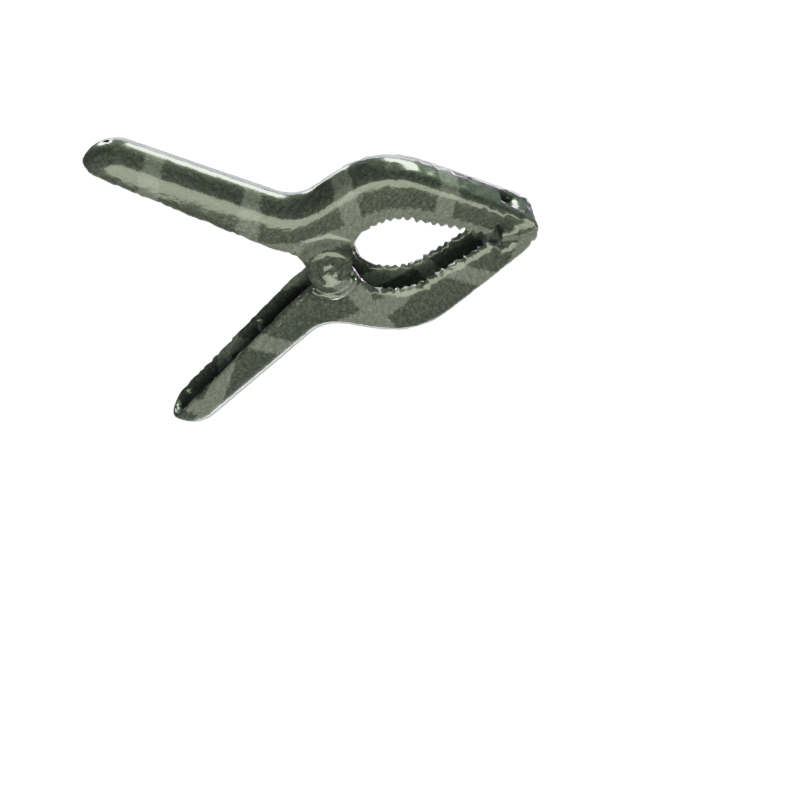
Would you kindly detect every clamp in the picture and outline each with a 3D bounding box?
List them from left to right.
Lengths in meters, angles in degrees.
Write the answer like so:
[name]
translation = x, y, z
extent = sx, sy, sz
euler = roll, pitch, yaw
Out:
[clamp]
translation = -0.042, -0.077, 0.540
extent = 0.211, 0.153, 0.039
euler = -15, 33, 10
